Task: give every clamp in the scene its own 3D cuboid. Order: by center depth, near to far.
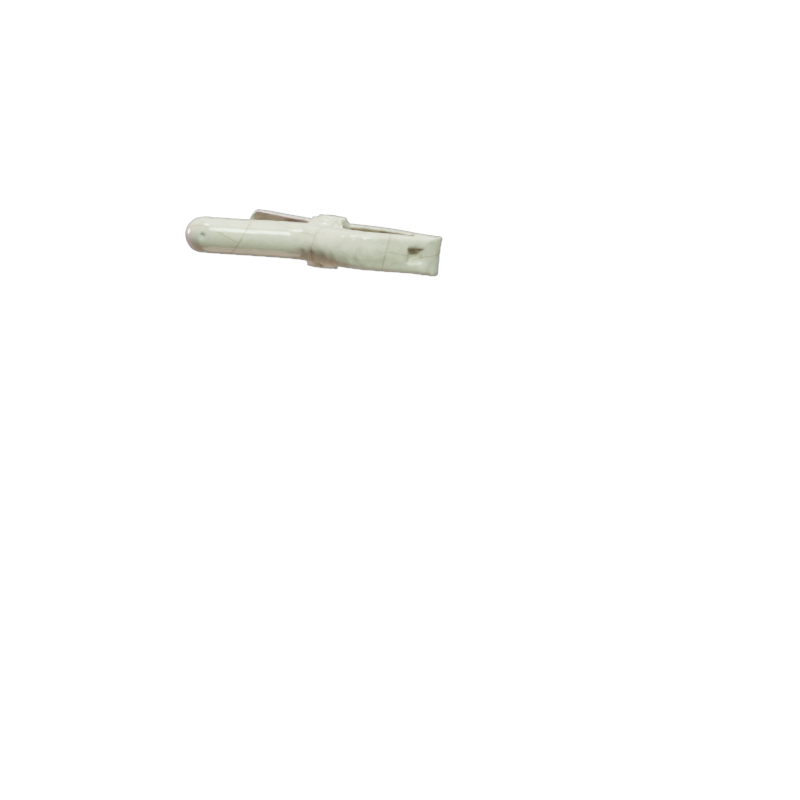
[{"bbox_3d":[-0.060,-0.110,0.772,0.178,0.038,0.119,9,20,27],"label":"clamp"}]
